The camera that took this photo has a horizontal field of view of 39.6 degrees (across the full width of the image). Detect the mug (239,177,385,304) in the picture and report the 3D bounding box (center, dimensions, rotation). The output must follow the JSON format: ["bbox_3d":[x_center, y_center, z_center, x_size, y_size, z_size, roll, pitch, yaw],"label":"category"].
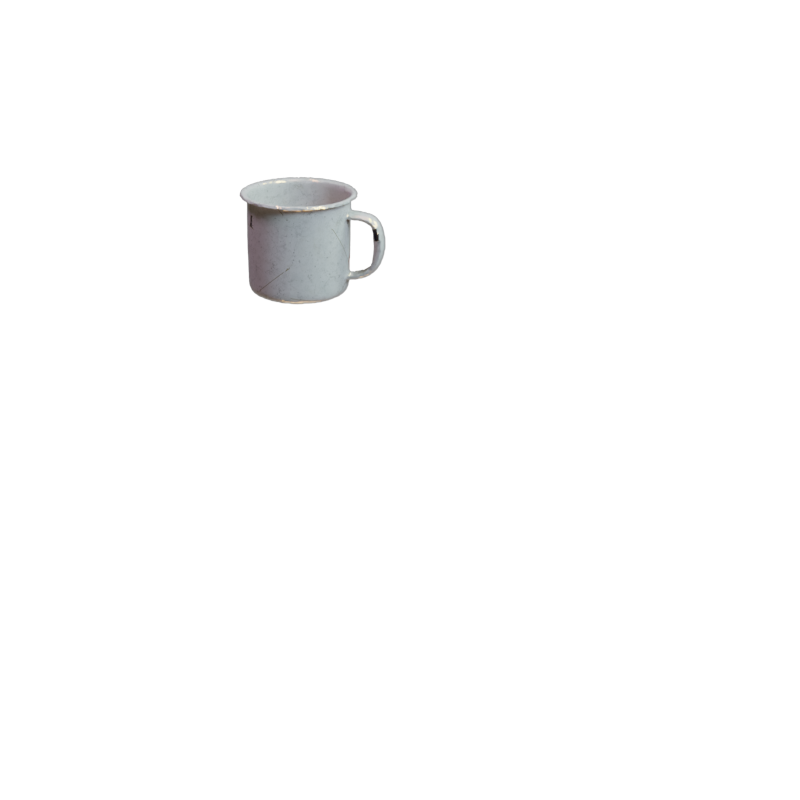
[{"bbox_3d":[-0.069,-0.126,0.881,0.119,0.078,0.096,6,23,12],"label":"mug"}]
